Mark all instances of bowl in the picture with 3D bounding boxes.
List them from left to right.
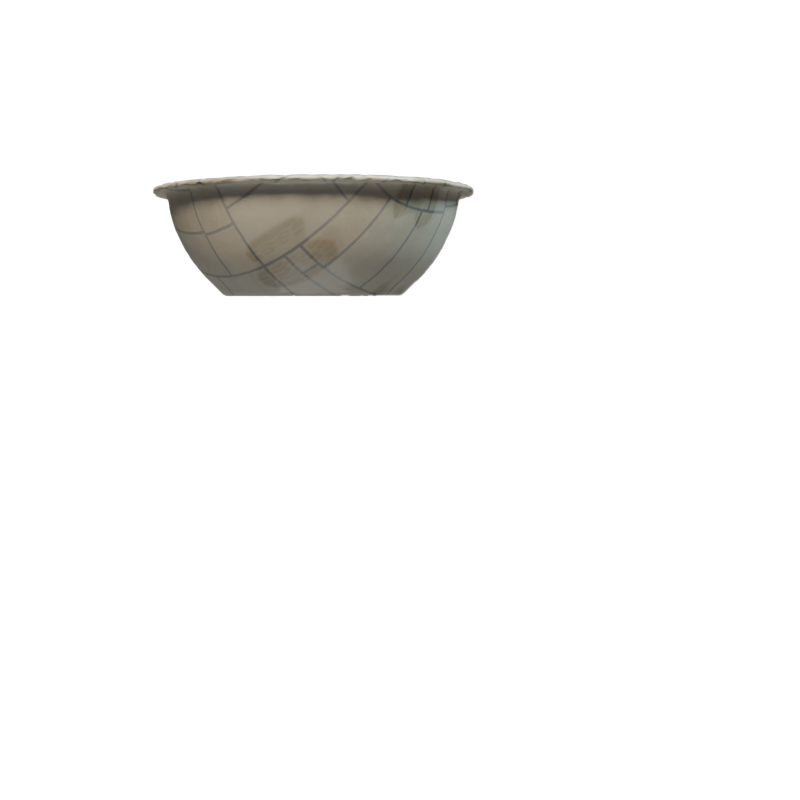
[{"bbox_3d":[-0.044,-0.080,0.563,0.162,0.055,0.163,0,5,-2],"label":"bowl"}]
